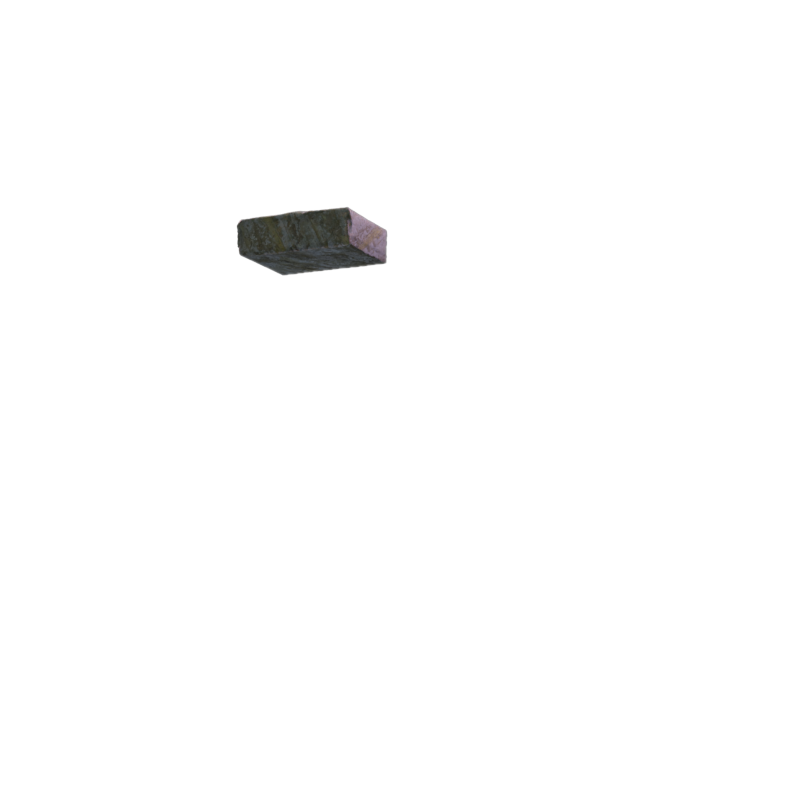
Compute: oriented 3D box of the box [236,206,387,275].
[{"bbox_3d":[-0.063,-0.115,0.806,0.091,0.031,0.070,-3,-7,23],"label":"box"}]
